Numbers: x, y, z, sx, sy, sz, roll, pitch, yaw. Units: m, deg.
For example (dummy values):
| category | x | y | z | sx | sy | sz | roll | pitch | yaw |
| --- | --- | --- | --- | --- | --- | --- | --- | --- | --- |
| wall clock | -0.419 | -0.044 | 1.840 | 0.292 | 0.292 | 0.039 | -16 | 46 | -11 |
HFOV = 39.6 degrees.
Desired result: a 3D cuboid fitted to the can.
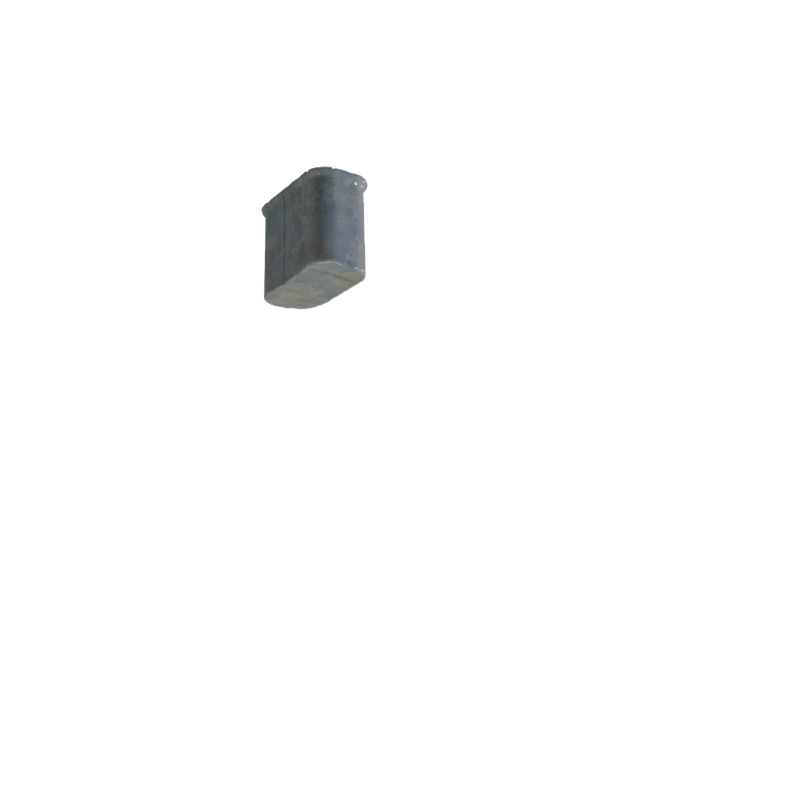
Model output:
| category | x | y | z | sx | sy | sz | roll | pitch | yaw |
| --- | --- | --- | --- | --- | --- | --- | --- | --- | --- |
| can | -0.070 | -0.129 | 0.901 | 0.055 | 0.088 | 0.102 | 15 | -26 | -33 |
